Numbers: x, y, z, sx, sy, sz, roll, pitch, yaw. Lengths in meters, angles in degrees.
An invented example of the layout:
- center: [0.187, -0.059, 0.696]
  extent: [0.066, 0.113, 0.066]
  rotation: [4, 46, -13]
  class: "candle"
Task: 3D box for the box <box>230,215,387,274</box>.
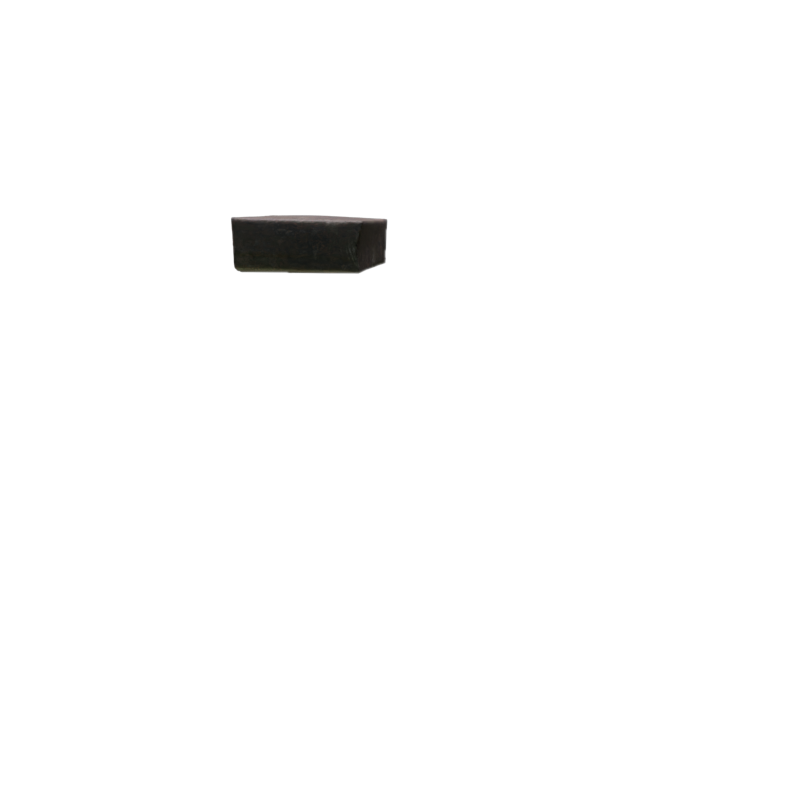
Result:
- center: [-0.061, -0.111, 0.778]
  extent: [0.091, 0.038, 0.114]
  rotation: [2, 11, 9]
  class: "box"
